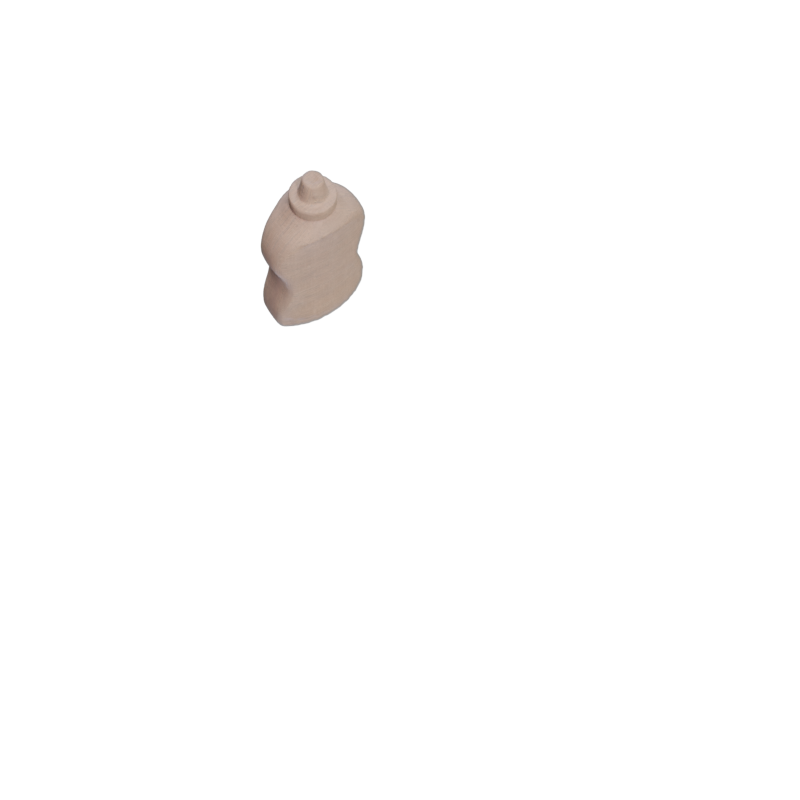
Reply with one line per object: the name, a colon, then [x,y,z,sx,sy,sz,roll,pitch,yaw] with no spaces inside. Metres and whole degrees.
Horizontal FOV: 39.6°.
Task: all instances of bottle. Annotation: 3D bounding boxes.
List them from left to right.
bottle: [-0.077,-0.140,0.977,0.096,0.062,0.181,-29,-20,-16]
